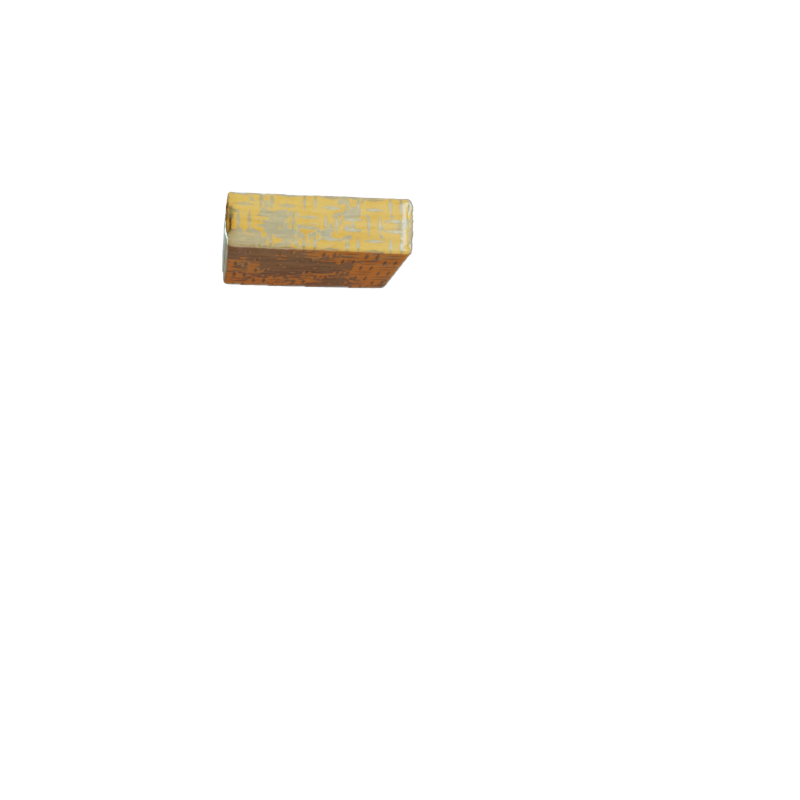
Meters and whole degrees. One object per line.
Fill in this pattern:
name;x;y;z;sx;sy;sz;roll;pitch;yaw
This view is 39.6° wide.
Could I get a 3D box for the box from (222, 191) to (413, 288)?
box;-0.043;-0.079;0.550;0.088;0.031;0.072;1;-9;-7
